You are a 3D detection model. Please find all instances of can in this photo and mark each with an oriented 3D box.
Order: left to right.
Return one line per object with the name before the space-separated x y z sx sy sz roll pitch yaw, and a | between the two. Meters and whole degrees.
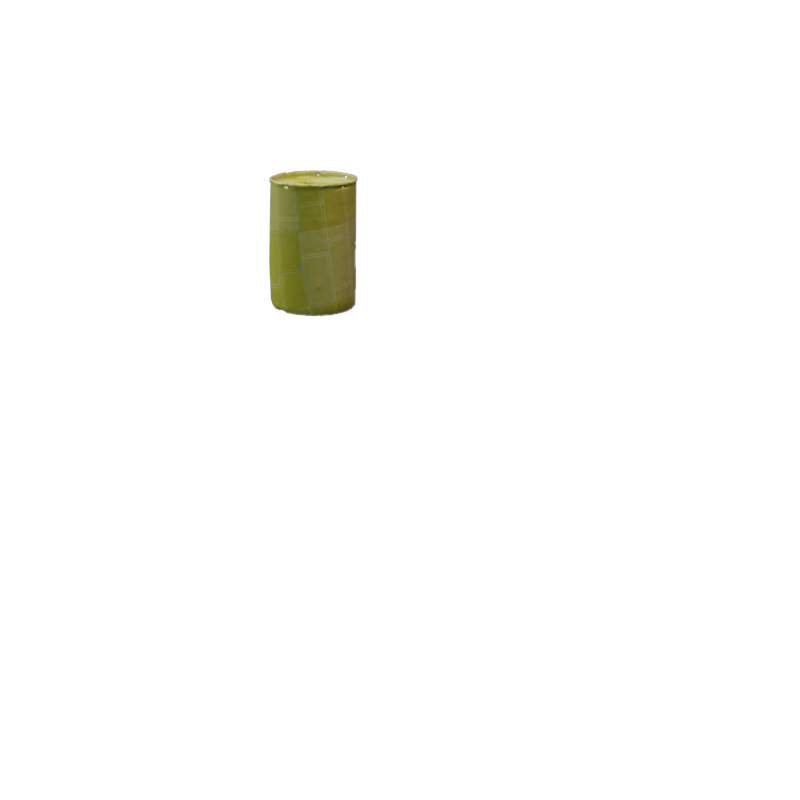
can | -0.067 -0.123 0.861 0.068 0.099 0.071 0 15 -2
